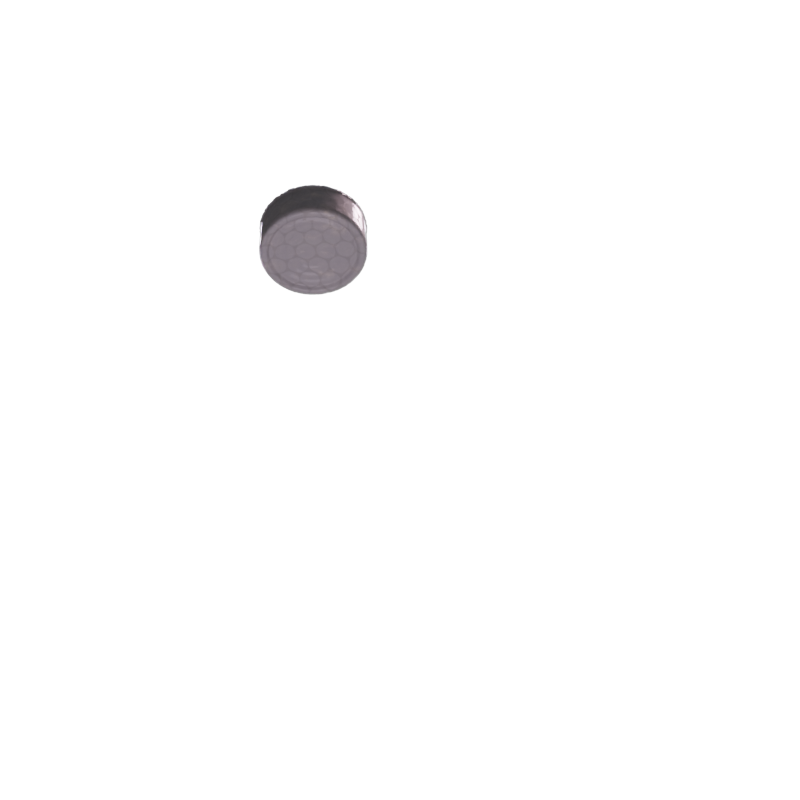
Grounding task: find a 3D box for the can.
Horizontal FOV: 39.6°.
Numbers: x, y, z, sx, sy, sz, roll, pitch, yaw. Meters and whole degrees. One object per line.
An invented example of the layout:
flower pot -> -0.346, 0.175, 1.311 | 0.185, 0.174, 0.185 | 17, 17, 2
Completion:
can -> -0.068, -0.124, 0.871 | 0.086, 0.080, 0.036 | 1, 41, -1
